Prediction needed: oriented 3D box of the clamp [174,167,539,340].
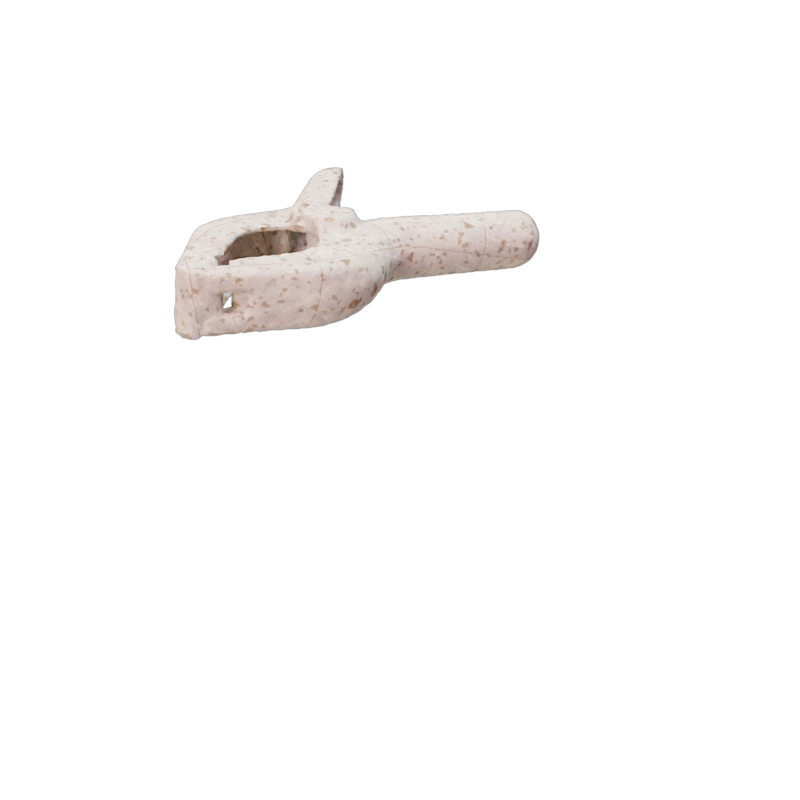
[{"bbox_3d":[-0.037,-0.067,0.468,0.127,0.038,0.168,19,27,41],"label":"clamp"}]
